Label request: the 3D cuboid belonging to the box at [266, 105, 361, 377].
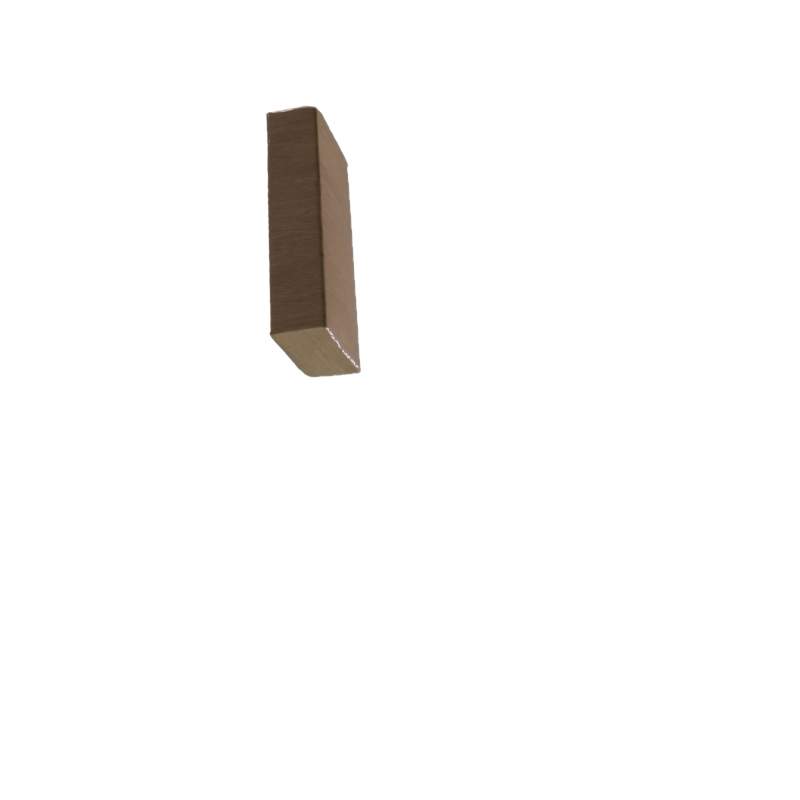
[{"bbox_3d":[-0.062,-0.114,0.795,0.049,0.186,0.087,-7,-25,12],"label":"box"}]
